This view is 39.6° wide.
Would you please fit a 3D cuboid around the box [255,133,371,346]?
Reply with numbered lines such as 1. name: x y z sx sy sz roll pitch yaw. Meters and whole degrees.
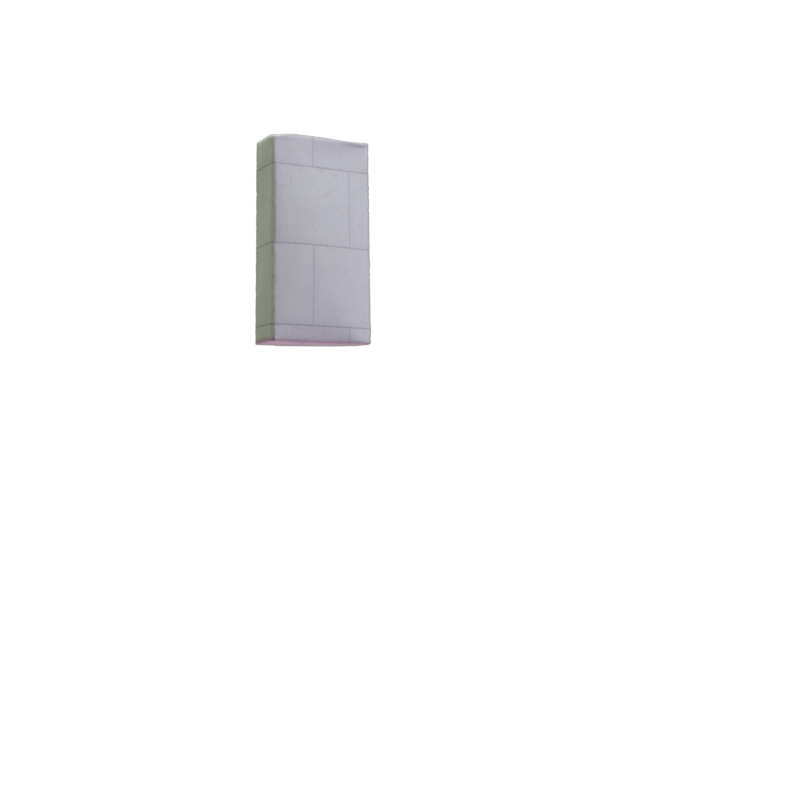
1. box: -0.074 -0.134 0.940 0.090 0.180 0.049 3 -8 -26
